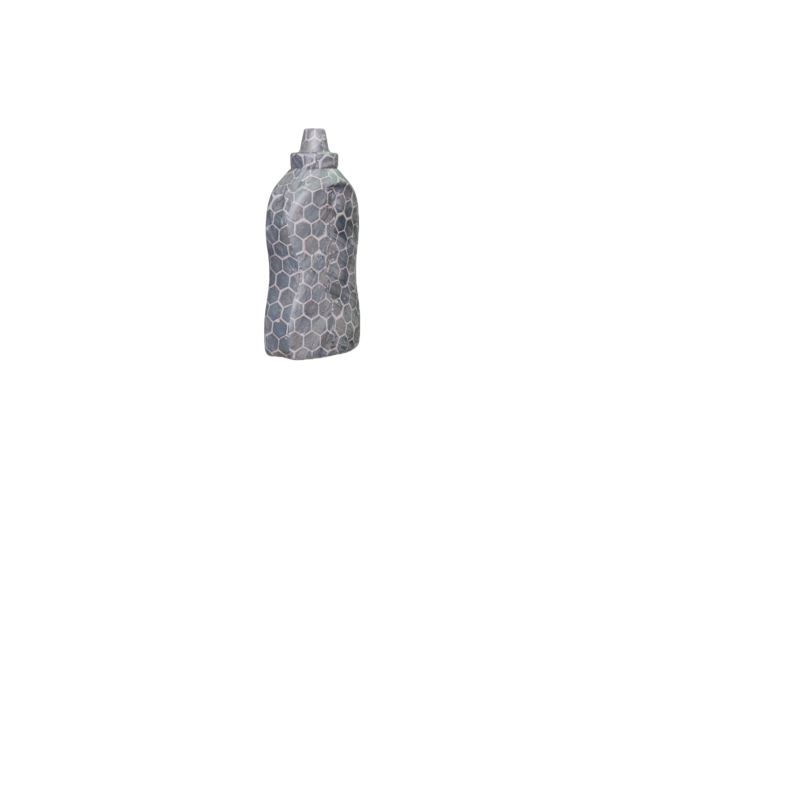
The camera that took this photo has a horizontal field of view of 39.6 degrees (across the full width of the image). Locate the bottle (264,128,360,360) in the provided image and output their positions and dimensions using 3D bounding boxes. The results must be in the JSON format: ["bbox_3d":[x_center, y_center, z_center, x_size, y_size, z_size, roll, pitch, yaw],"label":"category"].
[{"bbox_3d":[-0.074,-0.135,0.944,0.061,0.189,0.093,4,7,40],"label":"bottle"}]
